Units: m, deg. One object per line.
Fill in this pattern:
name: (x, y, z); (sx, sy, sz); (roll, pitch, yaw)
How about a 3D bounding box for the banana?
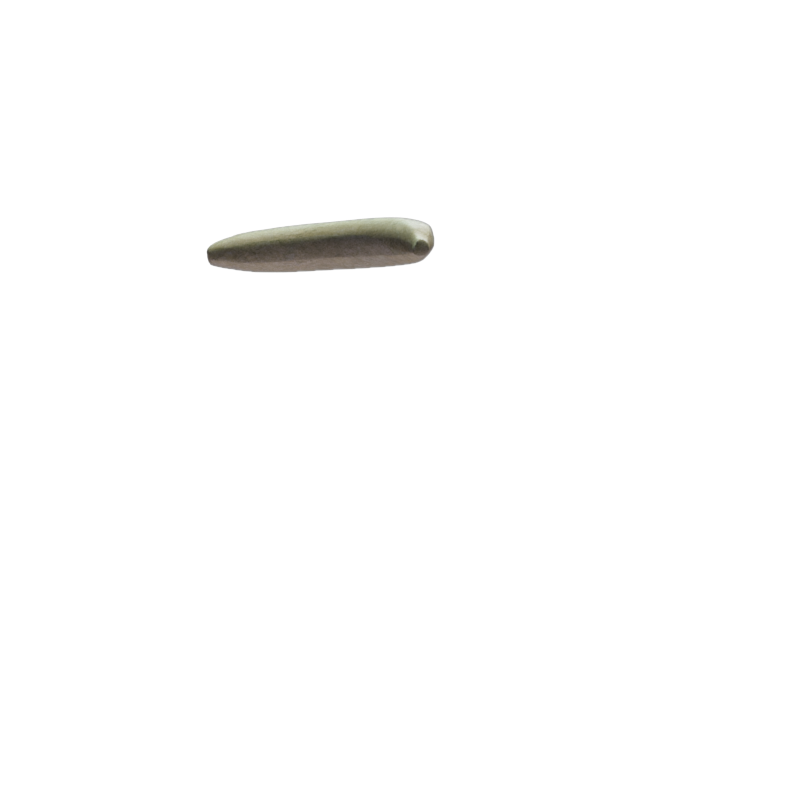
banana: (-0.051, -0.116, 0.825); (0.204, 0.037, 0.067); (1, 0, 34)
